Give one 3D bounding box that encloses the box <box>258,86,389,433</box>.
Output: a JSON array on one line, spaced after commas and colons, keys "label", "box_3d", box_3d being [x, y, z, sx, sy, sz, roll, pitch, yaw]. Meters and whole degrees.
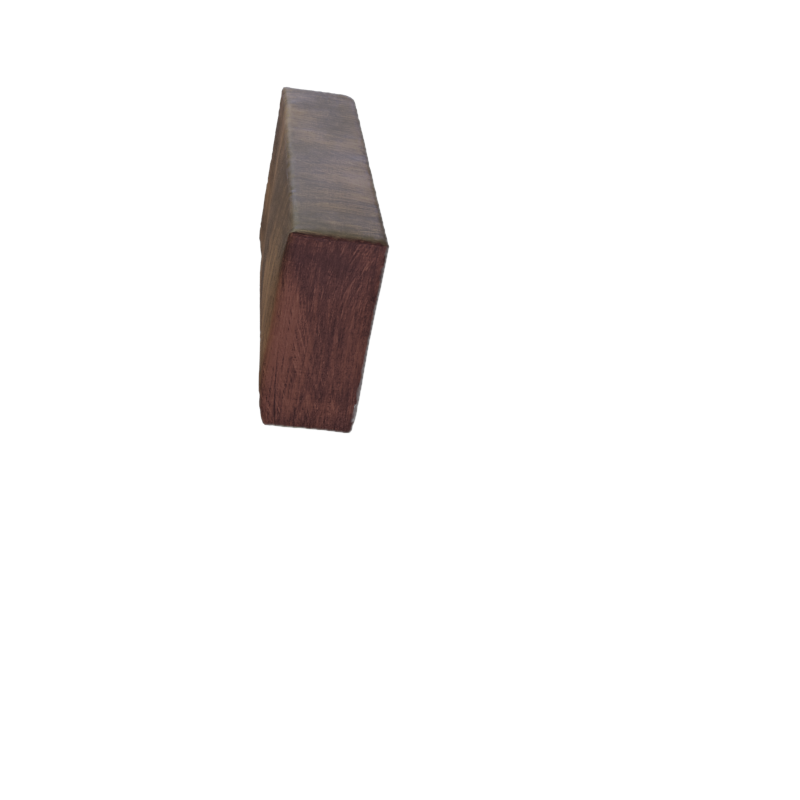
[{"label": "box", "box_3d": [-0.040, -0.074, 0.519, 0.047, 0.089, 0.188, 8, 31, -9]}]
